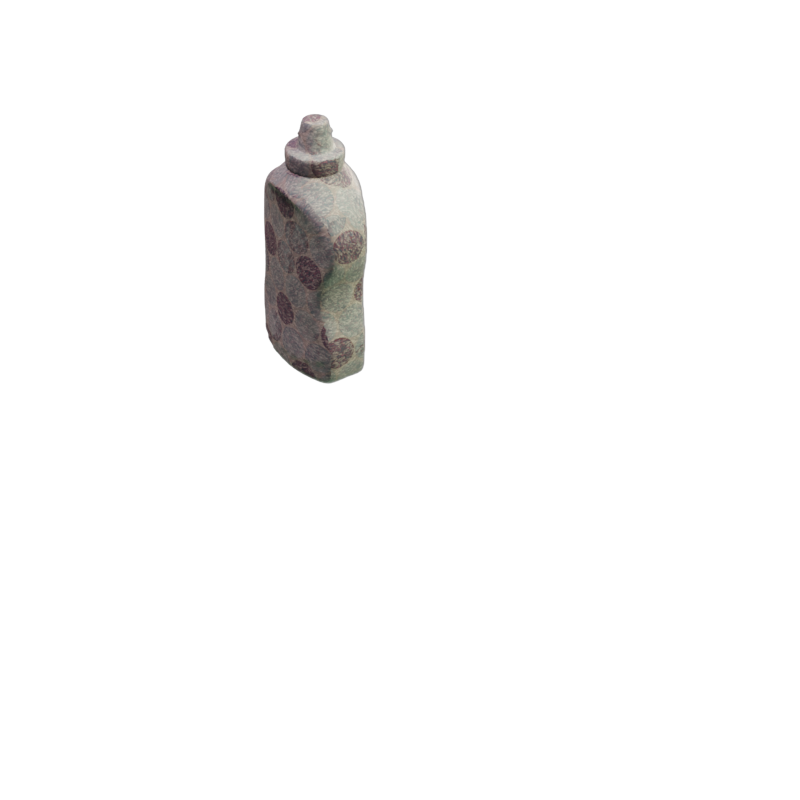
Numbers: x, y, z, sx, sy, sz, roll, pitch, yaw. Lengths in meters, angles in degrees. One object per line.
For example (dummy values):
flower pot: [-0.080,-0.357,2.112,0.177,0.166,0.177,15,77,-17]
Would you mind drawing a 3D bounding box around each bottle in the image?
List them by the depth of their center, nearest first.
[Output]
bottle: [-0.061,-0.112,0.783,0.058,0.179,0.104,-18,40,-26]
